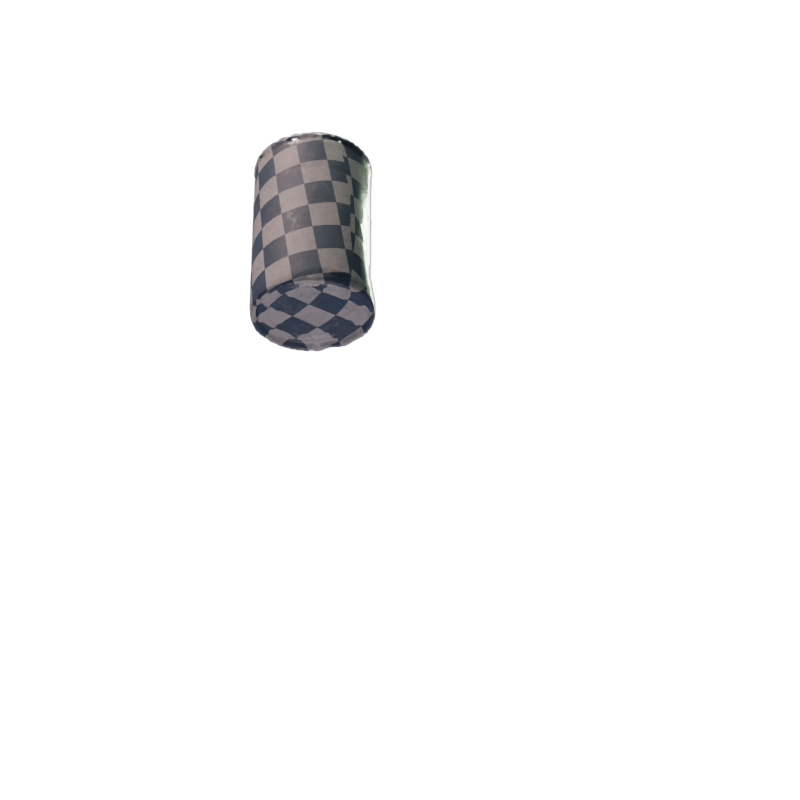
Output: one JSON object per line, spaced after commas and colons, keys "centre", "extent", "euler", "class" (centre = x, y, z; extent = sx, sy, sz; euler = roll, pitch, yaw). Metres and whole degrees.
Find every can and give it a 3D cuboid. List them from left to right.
{"centre": [-0.048, -0.087, 0.607], "extent": [0.068, 0.109, 0.064], "euler": [-1, -35, -2], "class": "can"}
